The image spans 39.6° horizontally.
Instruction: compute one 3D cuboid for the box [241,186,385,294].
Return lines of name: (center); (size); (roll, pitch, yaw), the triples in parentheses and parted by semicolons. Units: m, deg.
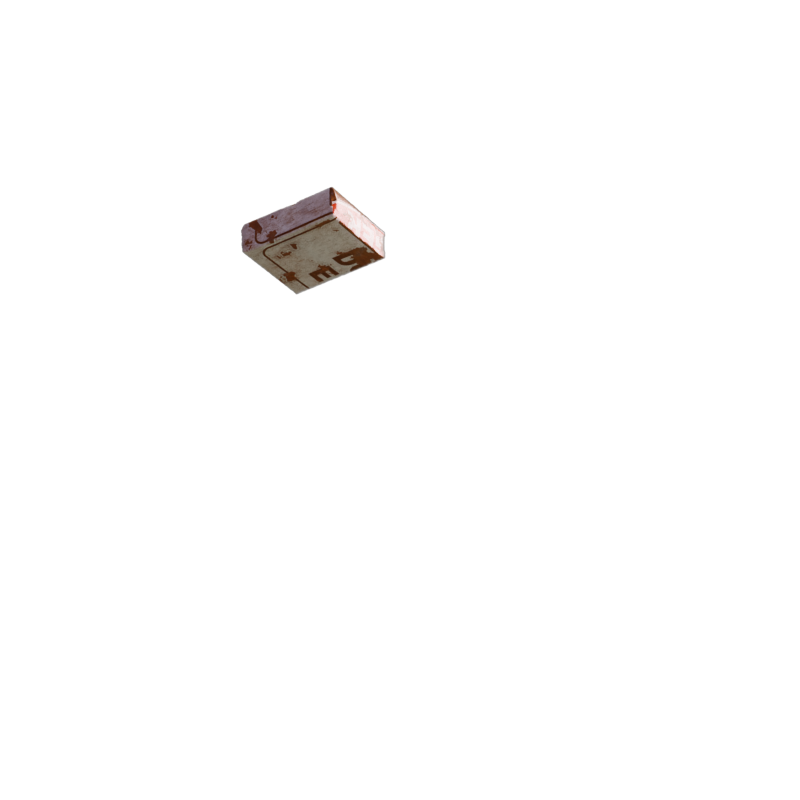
box: (-0.068, -0.123, 0.863); (0.090, 0.032, 0.068); (-19, -34, 29)
